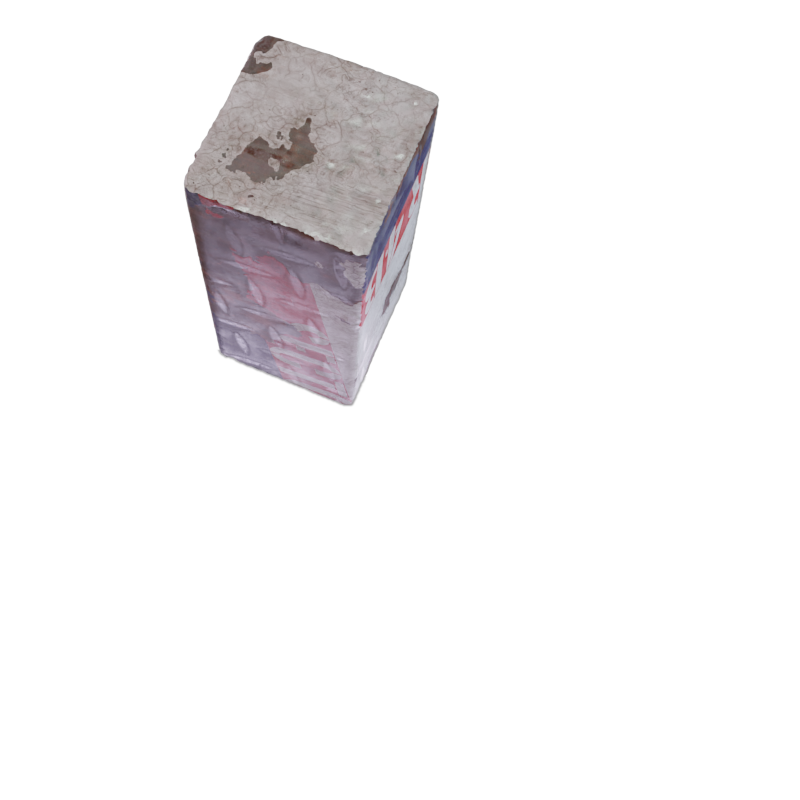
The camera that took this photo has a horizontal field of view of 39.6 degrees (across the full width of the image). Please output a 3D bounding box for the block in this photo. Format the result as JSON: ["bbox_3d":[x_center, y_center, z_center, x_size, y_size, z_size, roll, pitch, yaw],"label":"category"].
[{"bbox_3d":[-0.046,-0.083,0.577,0.091,0.094,0.196,22,-19,4],"label":"block"}]
